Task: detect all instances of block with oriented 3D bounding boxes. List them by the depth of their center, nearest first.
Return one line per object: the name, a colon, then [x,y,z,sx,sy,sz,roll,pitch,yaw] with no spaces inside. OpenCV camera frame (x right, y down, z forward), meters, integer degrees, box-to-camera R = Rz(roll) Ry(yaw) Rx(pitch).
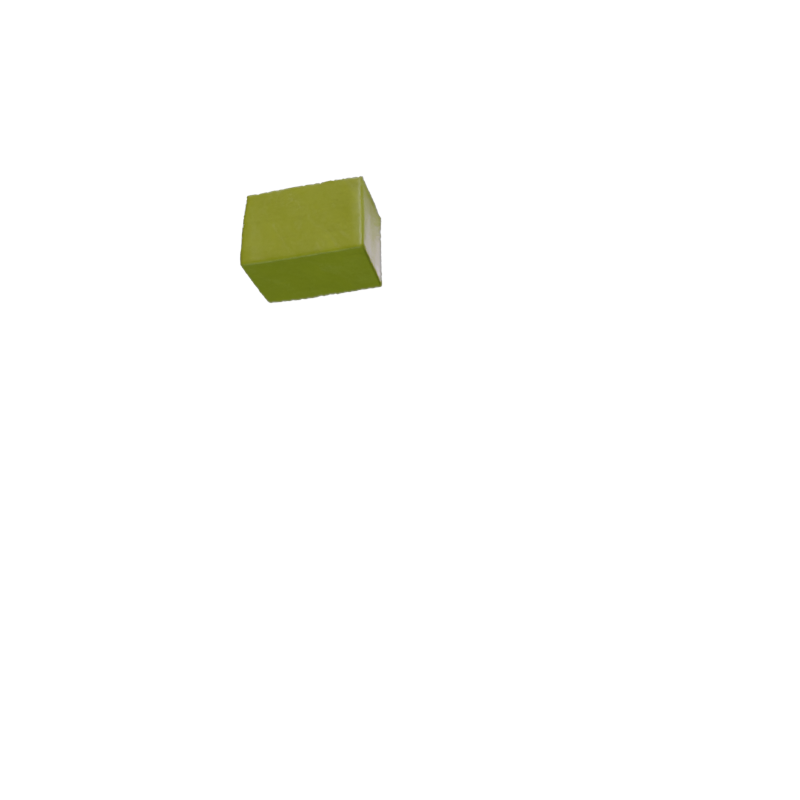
block: [-0.054,-0.099,0.691,0.079,0.054,0.049,-8,-29,13]
